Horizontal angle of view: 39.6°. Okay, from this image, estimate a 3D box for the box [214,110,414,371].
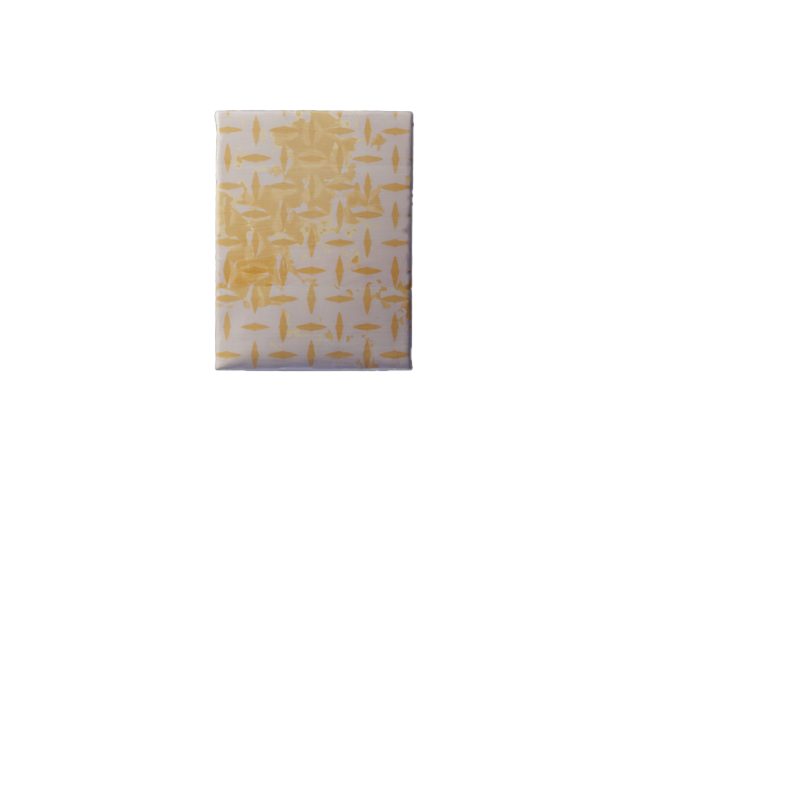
[{"bbox_3d":[-0.073,-0.133,0.932,0.163,0.214,0.072,0,0,-4],"label":"box"}]
